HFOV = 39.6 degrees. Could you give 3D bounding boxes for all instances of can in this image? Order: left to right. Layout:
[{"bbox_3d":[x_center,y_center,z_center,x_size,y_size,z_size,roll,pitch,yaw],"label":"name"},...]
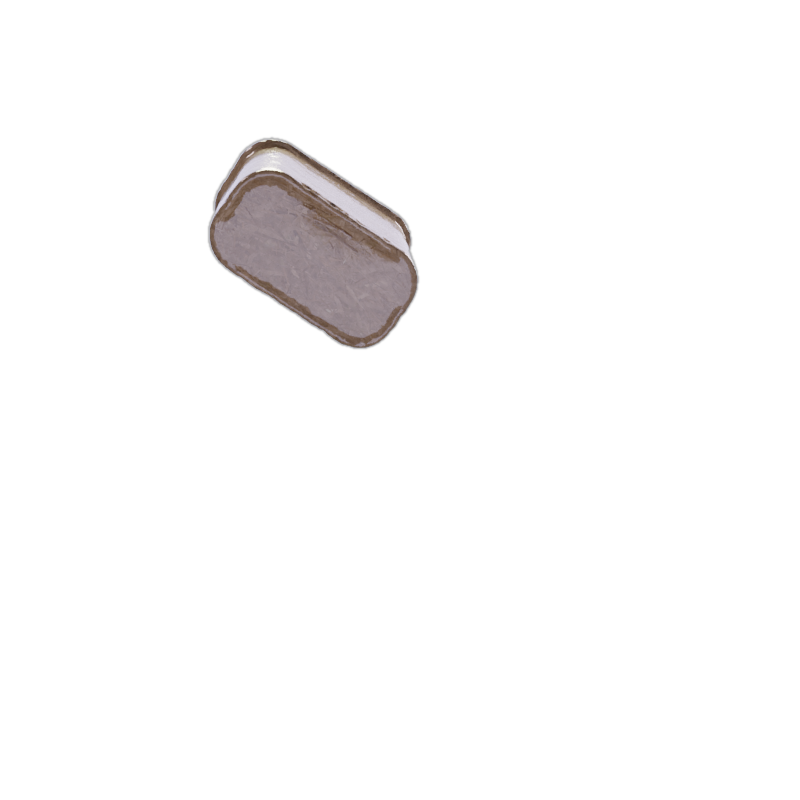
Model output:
[{"bbox_3d":[-0.042,-0.077,0.536,0.100,0.057,0.087,32,14,-10],"label":"can"}]
